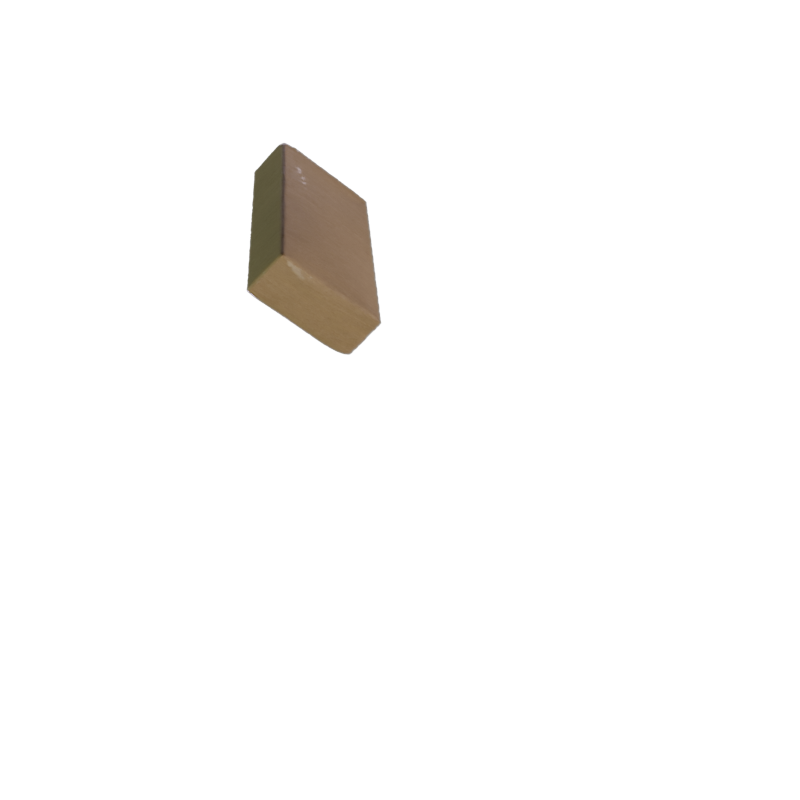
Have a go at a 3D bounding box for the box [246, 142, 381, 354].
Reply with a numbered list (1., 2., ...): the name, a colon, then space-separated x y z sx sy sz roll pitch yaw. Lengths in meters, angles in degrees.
1. box: -0.065 -0.119 0.833 0.089 0.047 0.189 33 29 -26
